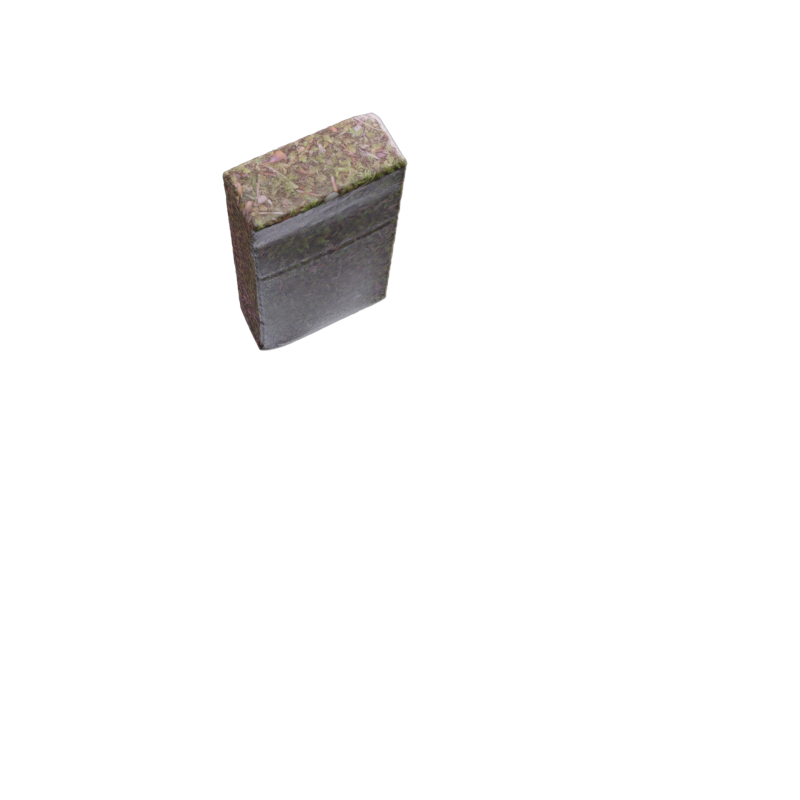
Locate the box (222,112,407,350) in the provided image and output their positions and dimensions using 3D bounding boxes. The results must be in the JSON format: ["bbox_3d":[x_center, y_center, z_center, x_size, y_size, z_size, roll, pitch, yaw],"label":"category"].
[{"bbox_3d":[-0.051,-0.094,0.653,0.093,0.051,0.167,-25,-19,-14],"label":"box"}]
